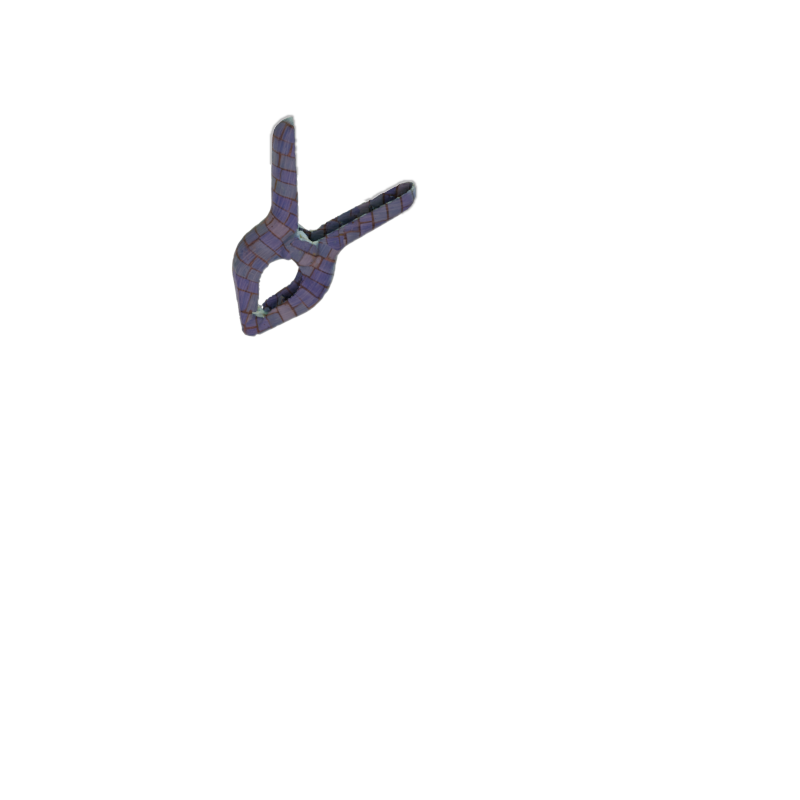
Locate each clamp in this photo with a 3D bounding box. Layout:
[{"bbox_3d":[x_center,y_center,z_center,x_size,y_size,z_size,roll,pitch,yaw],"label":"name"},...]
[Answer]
[{"bbox_3d":[-0.066,-0.121,0.847,0.118,0.166,0.041,21,21,-9],"label":"clamp"}]
